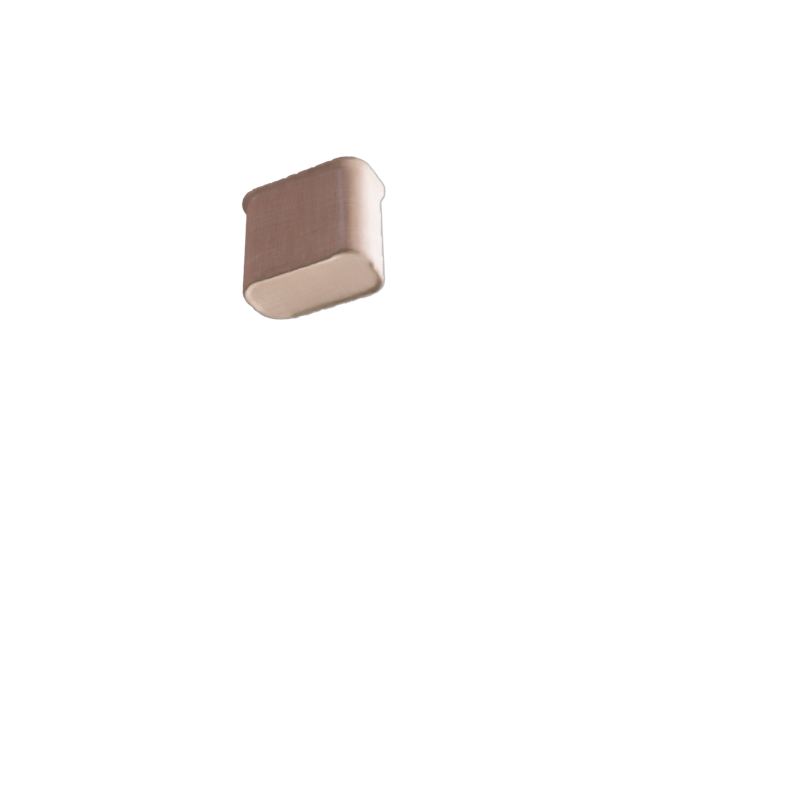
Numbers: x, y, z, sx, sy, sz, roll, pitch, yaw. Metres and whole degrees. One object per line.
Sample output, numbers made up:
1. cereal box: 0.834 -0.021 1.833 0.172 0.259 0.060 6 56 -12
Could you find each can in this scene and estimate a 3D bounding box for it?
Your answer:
1. can: -0.060 -0.110 0.771 0.103 0.090 0.053 -17 -38 20
